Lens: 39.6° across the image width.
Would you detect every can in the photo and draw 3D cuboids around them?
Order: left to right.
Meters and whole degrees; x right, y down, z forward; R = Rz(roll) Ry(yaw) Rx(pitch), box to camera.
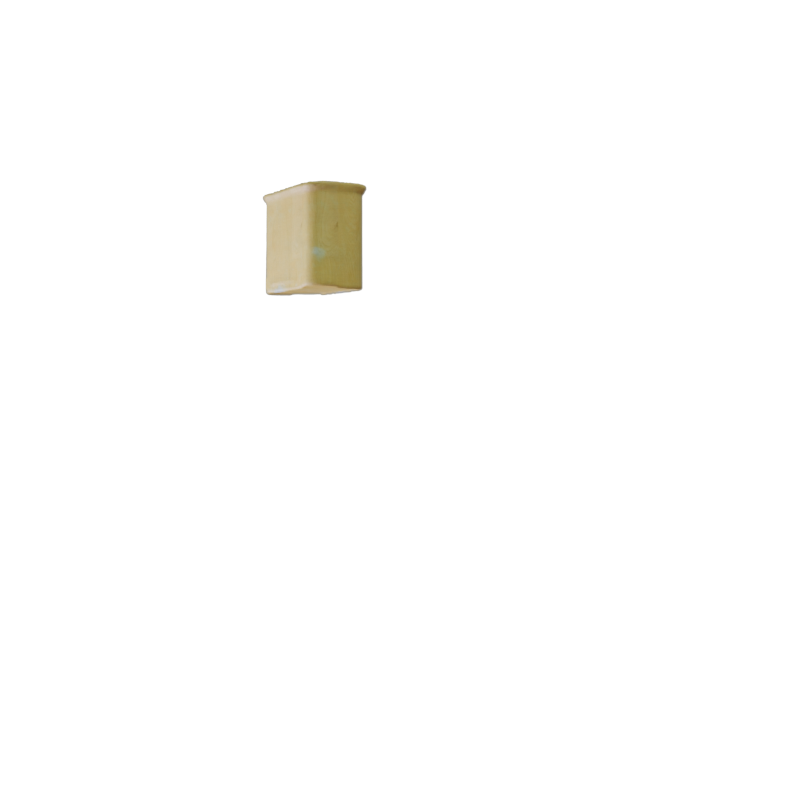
[{"bbox_3d":[-0.071,-0.130,0.910,0.055,0.085,0.105,2,-3,-32],"label":"can"}]
